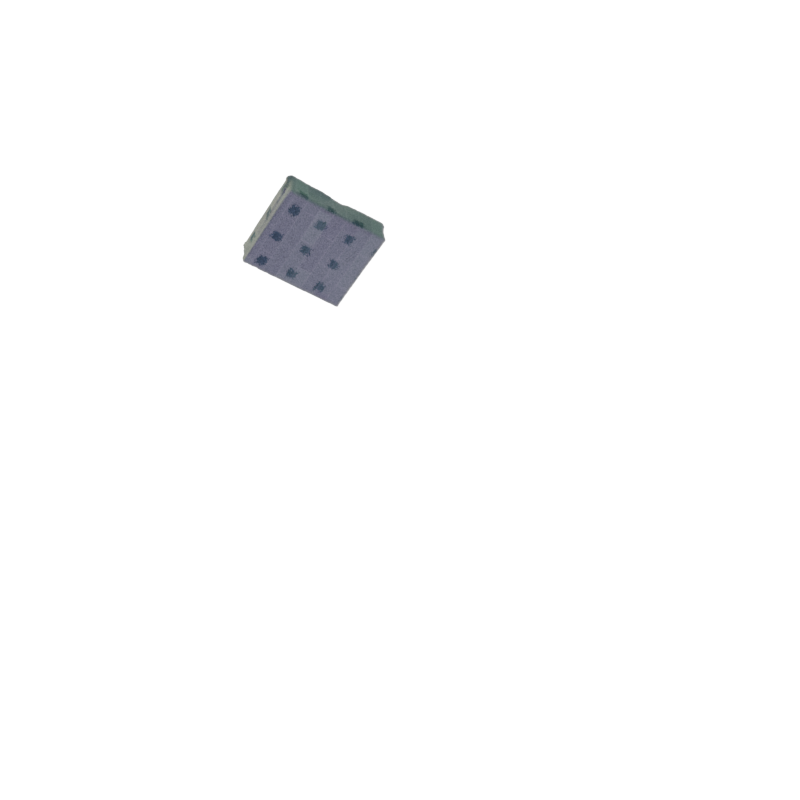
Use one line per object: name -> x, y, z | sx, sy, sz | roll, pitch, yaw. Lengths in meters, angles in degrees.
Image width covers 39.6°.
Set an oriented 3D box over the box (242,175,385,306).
box -> -0.068, -0.124, 0.868 | 0.086, 0.071, 0.032 | 27, 29, -17
